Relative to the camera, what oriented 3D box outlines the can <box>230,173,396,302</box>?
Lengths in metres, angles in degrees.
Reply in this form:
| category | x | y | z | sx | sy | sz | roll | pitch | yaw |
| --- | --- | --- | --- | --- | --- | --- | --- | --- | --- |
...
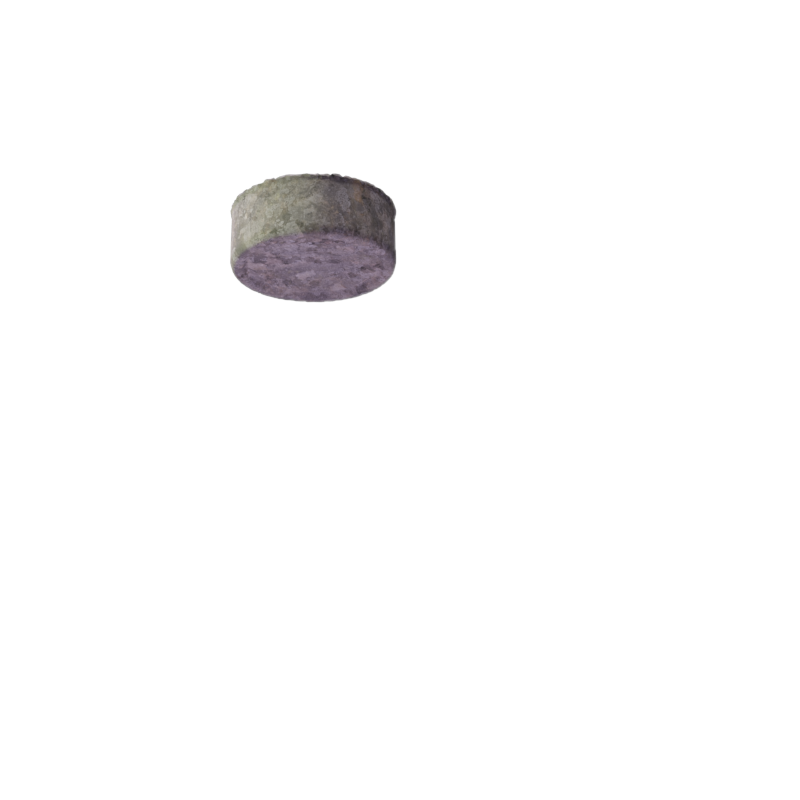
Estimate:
| category | x | y | z | sx | sy | sz | roll | pitch | yaw |
| --- | --- | --- | --- | --- | --- | --- | --- | --- | --- |
| can | -0.045 | -0.081 | 0.569 | 0.086 | 0.035 | 0.082 | 0 | -20 | -2 |
